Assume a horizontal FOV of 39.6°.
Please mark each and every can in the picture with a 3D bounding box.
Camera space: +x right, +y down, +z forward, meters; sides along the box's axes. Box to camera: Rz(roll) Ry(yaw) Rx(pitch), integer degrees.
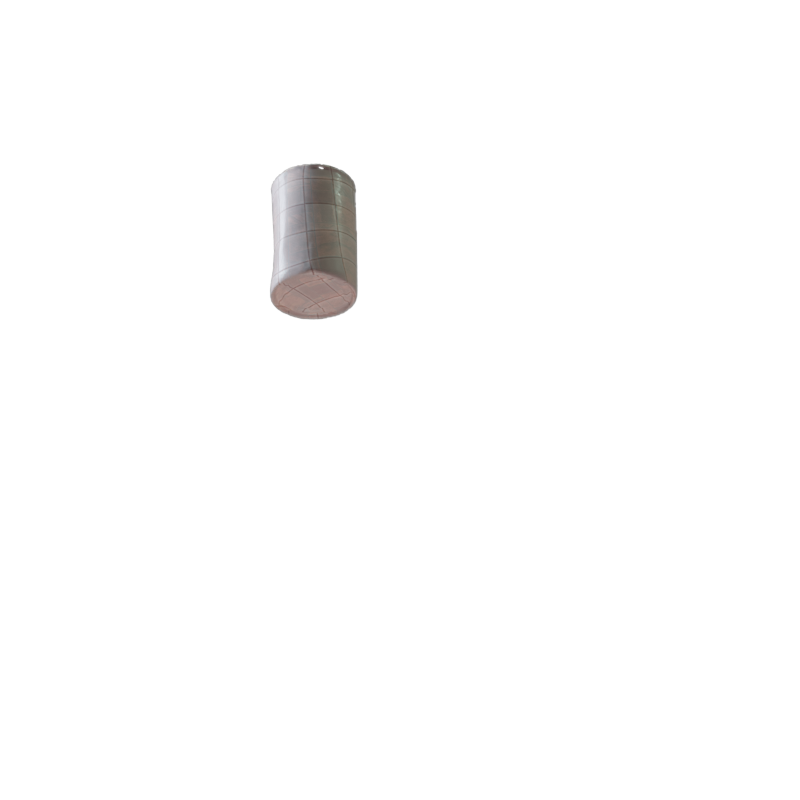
[{"bbox_3d":[-0.067,-0.122,0.856,0.068,0.109,0.064,-1,-32,-2],"label":"can"}]
